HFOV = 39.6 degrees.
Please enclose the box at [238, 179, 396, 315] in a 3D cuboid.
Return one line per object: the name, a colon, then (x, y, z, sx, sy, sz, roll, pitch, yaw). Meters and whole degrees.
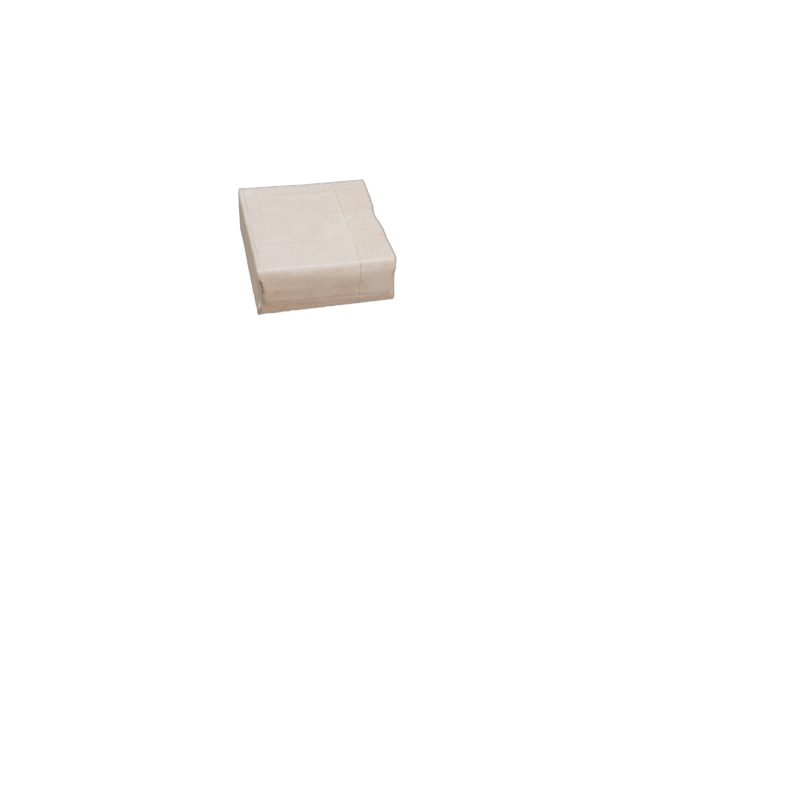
box: (-0.047, -0.086, 0.601, 0.072, 0.028, 0.096, -7, 38, -9)
